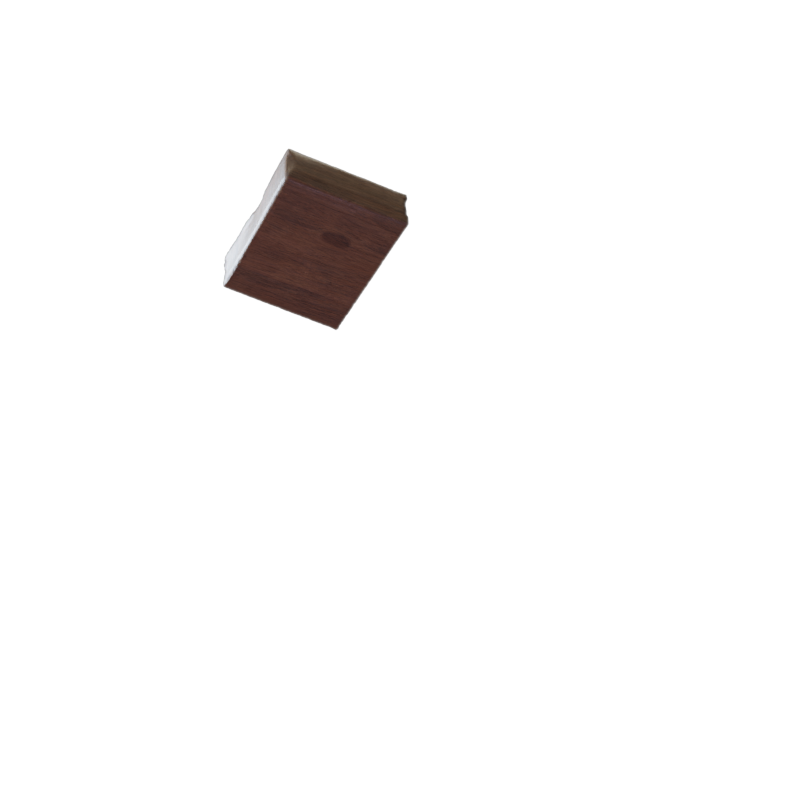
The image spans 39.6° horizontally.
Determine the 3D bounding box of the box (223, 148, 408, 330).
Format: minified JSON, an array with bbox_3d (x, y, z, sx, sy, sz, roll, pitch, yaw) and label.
[{"bbox_3d":[-0.048,-0.088,0.615,0.071,0.032,0.086,21,-51,-19],"label":"box"}]
